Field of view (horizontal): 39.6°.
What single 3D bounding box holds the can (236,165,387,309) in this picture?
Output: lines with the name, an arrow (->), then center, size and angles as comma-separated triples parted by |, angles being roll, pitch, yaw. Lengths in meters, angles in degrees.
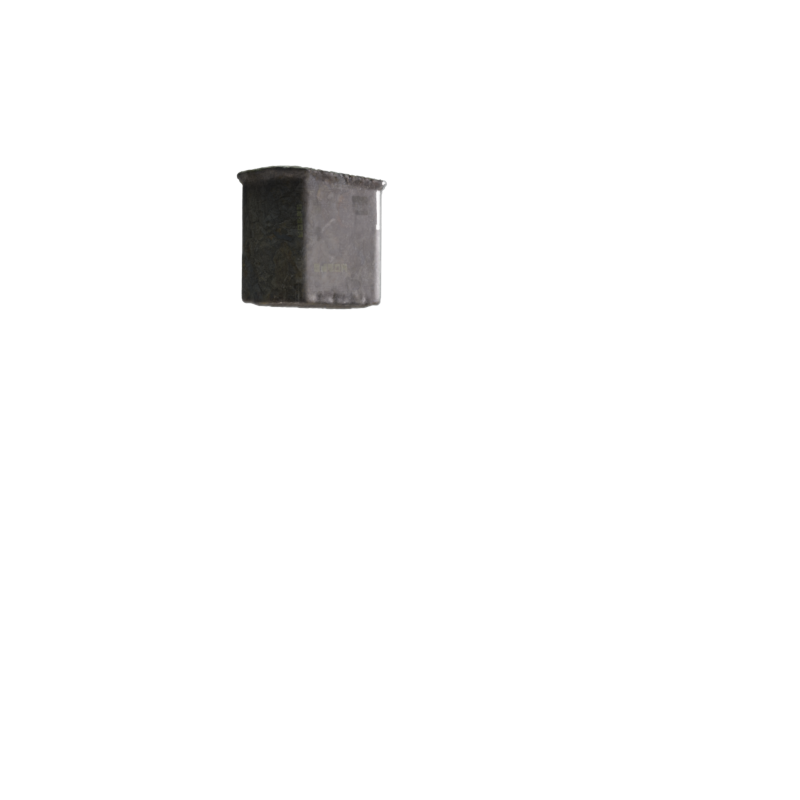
can -> -0.056, -0.102, 0.713 | 0.059, 0.085, 0.098 | -3, -2, 43
